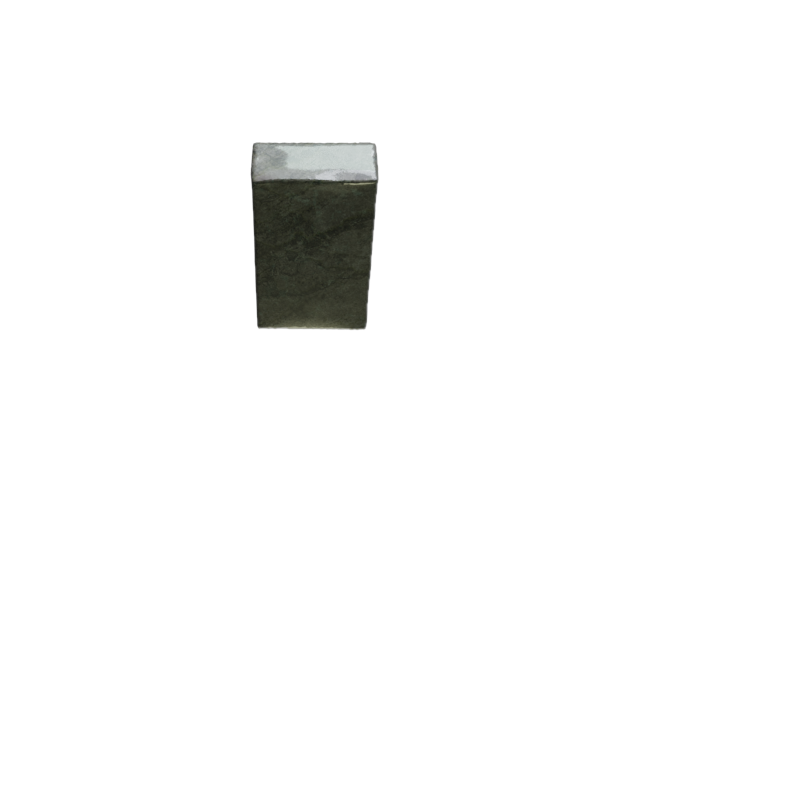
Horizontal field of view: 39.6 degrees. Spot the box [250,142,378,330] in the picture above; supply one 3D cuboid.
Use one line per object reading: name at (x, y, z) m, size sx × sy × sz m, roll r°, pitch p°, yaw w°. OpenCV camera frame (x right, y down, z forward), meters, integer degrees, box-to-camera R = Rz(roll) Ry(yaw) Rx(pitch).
box at (-0.067, -0.122, 0.859) m, size 0.093 × 0.051 × 0.165 m, roll 1°, pitch -34°, yaw -3°
